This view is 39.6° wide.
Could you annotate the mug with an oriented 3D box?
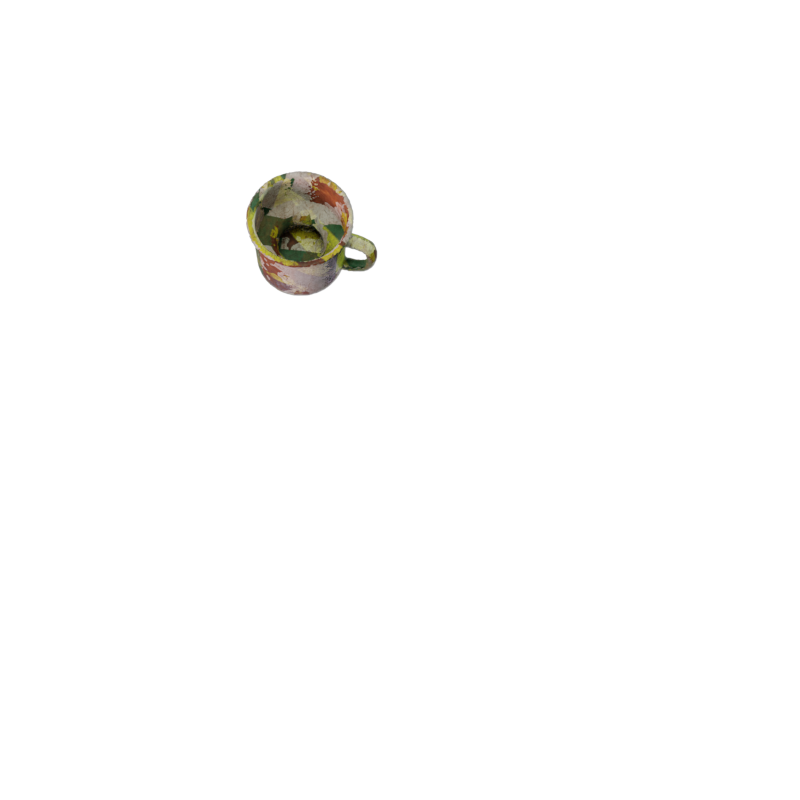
[{"bbox_3d":[-0.077,-0.141,0.989,0.118,0.097,0.077,14,-22,4],"label":"mug"}]
